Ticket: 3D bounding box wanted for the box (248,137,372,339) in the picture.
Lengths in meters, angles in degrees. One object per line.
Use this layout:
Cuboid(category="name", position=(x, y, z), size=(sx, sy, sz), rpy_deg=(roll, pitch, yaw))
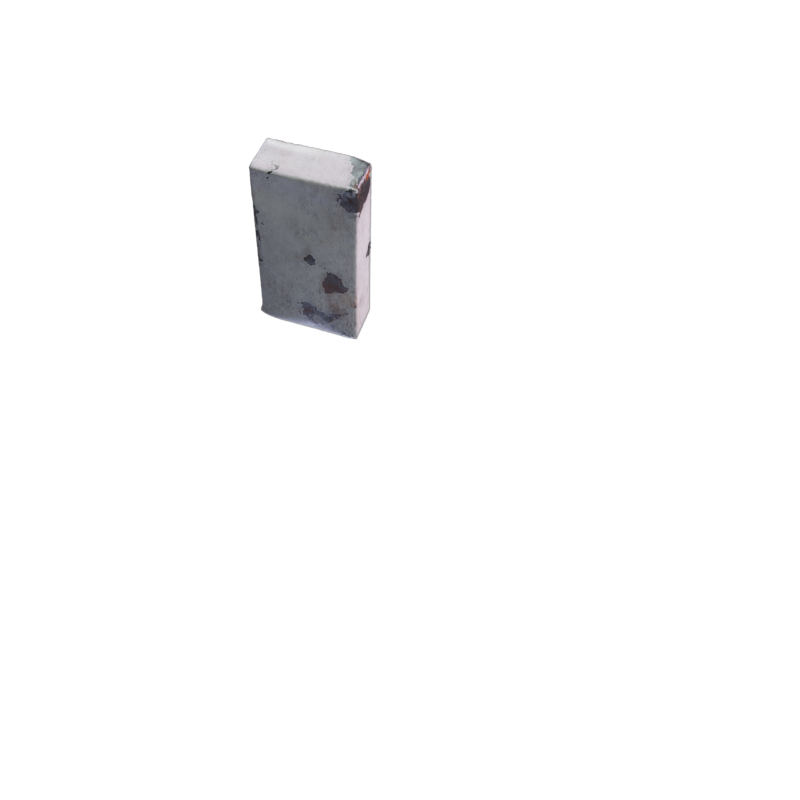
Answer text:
Cuboid(category="box", position=(-0.072, -0.132, 0.926), size=(0.096, 0.164, 0.050), rpy_deg=(17, 48, 12))
